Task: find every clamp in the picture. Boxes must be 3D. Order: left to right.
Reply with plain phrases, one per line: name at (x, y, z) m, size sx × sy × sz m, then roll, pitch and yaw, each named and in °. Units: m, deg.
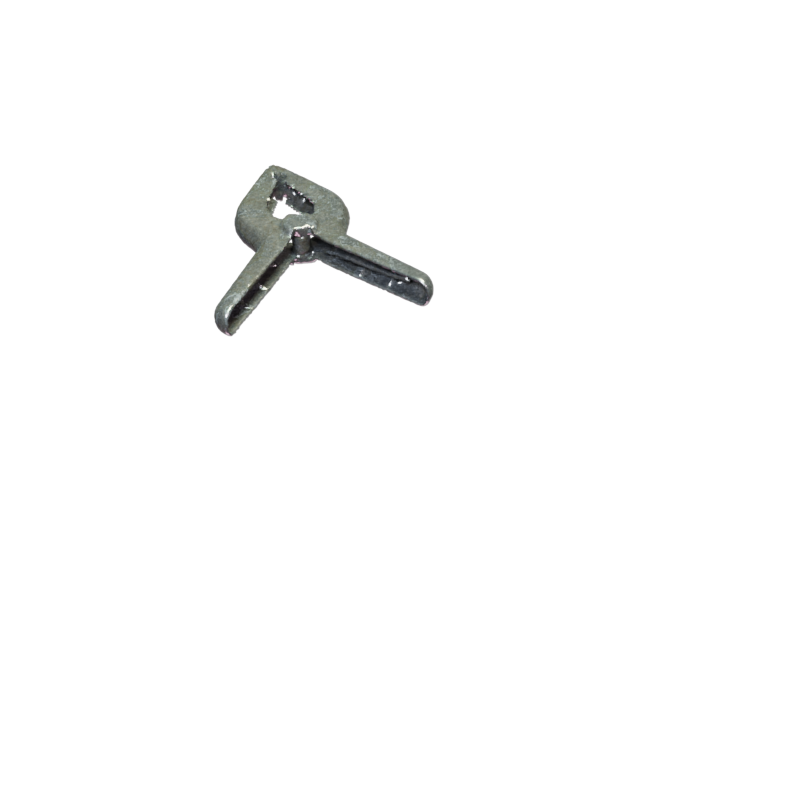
clamp at (-0.070, -0.127, 0.888) m, size 0.163 × 0.034 × 0.226 m, roll -5°, pitch 39°, yaw -7°
